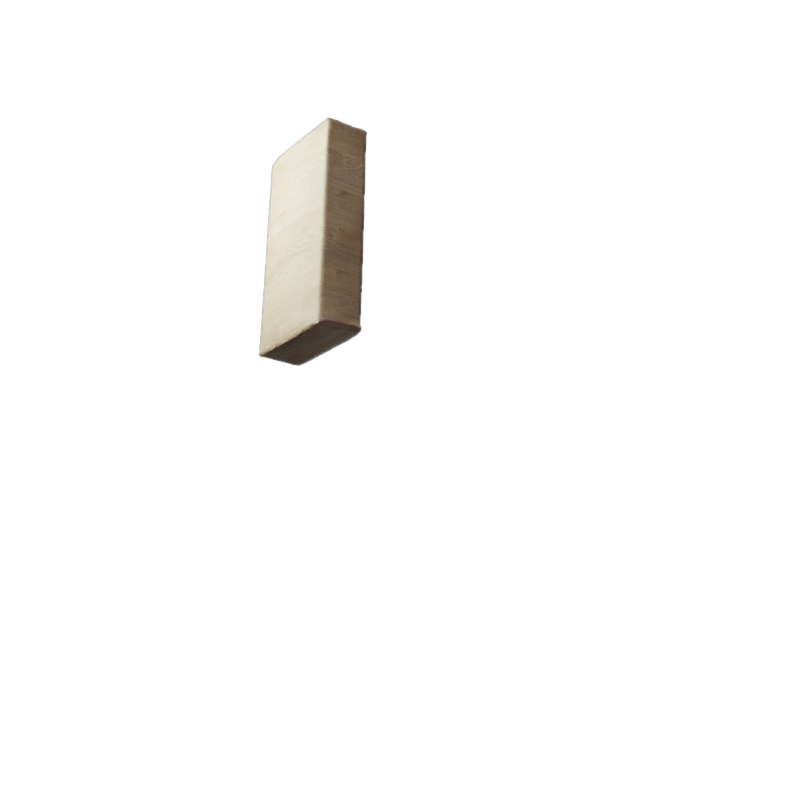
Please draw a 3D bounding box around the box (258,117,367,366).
[{"bbox_3d":[-0.069,-0.125,0.879,0.046,0.186,0.093,14,-28,-33],"label":"box"}]
